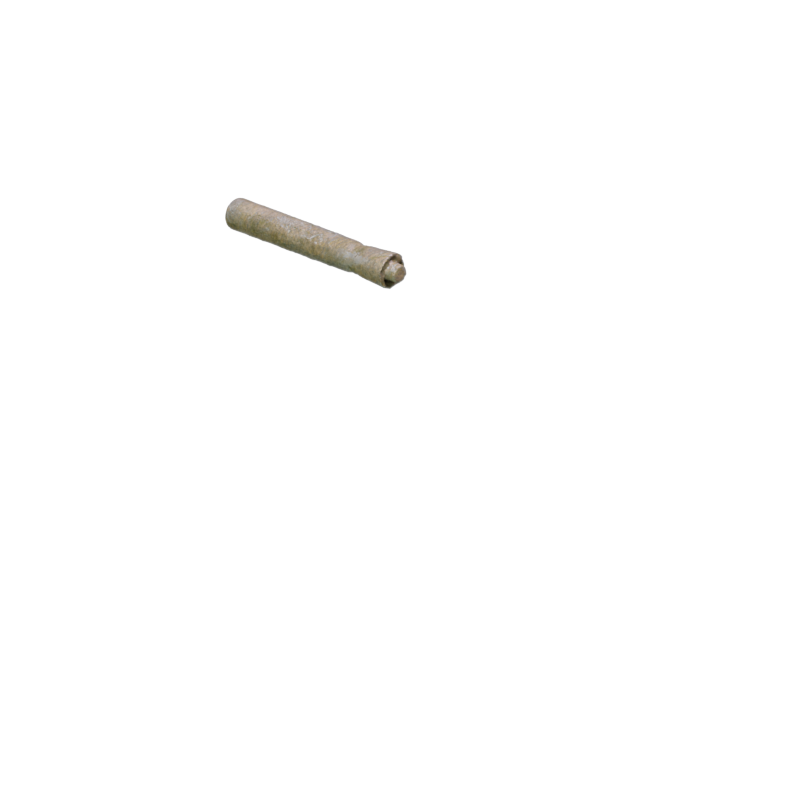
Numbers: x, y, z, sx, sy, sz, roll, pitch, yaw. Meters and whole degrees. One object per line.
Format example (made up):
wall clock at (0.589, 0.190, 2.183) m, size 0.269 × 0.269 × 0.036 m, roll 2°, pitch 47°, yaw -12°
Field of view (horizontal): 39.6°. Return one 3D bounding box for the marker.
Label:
marker at (-0.046, -0.084, 0.589) m, size 0.129 × 0.019 × 0.019 m, roll 25°, pitch 19°, yaw 37°
